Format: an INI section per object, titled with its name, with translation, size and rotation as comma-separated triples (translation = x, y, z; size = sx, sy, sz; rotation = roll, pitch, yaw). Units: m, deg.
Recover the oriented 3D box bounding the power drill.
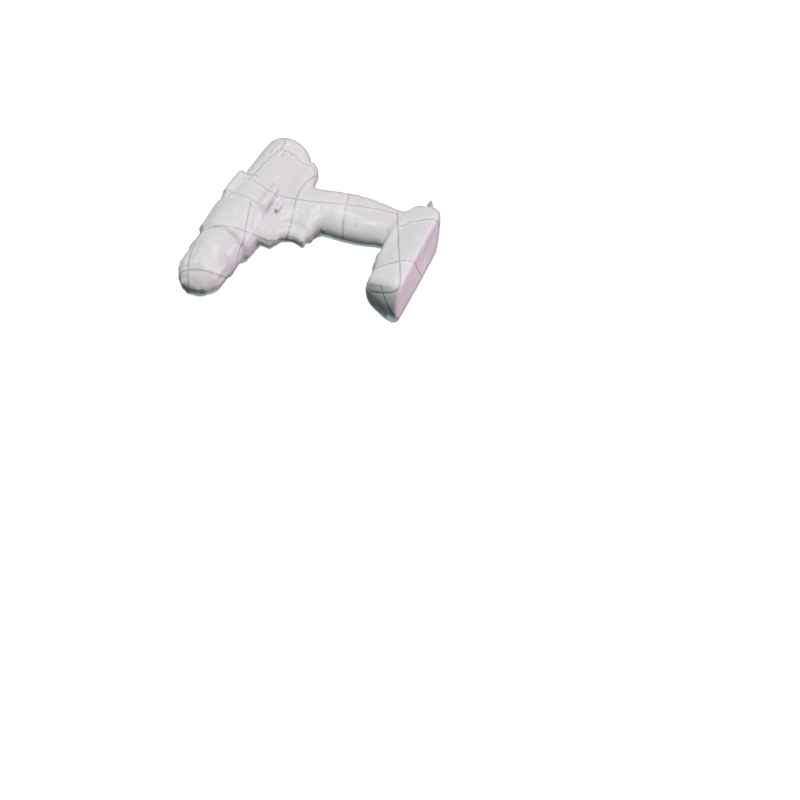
[power drill]
translation = -0.074, -0.135, 0.943
size = 0.194, 0.191, 0.054
rotation = 21, -34, 15
